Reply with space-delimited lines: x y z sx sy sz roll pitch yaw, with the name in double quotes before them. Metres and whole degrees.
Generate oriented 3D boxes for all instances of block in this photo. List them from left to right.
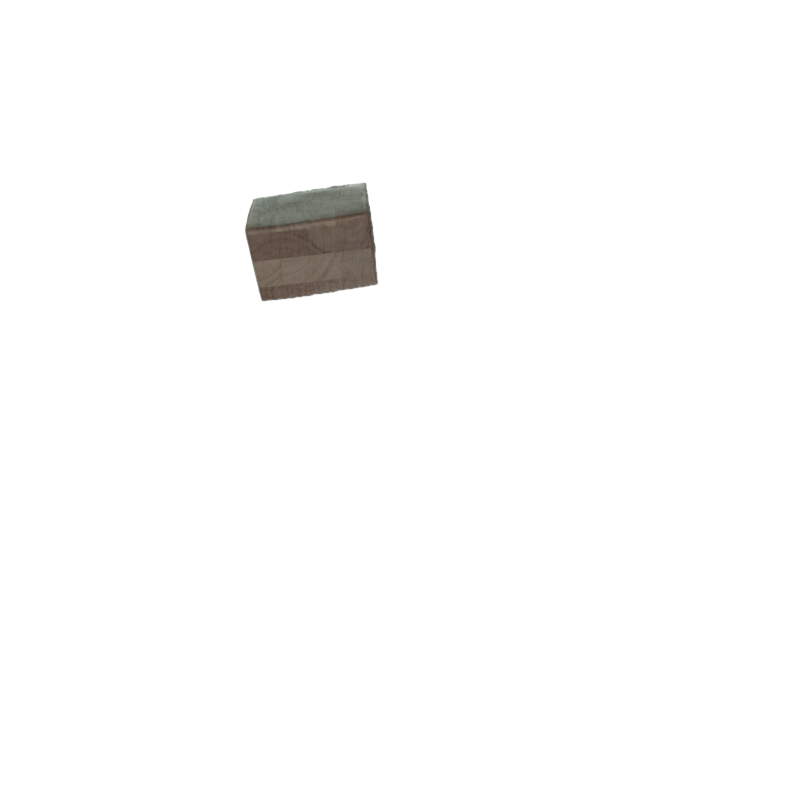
"block" -0.056 -0.102 0.712 0.078 0.050 0.054 -7 29 3
